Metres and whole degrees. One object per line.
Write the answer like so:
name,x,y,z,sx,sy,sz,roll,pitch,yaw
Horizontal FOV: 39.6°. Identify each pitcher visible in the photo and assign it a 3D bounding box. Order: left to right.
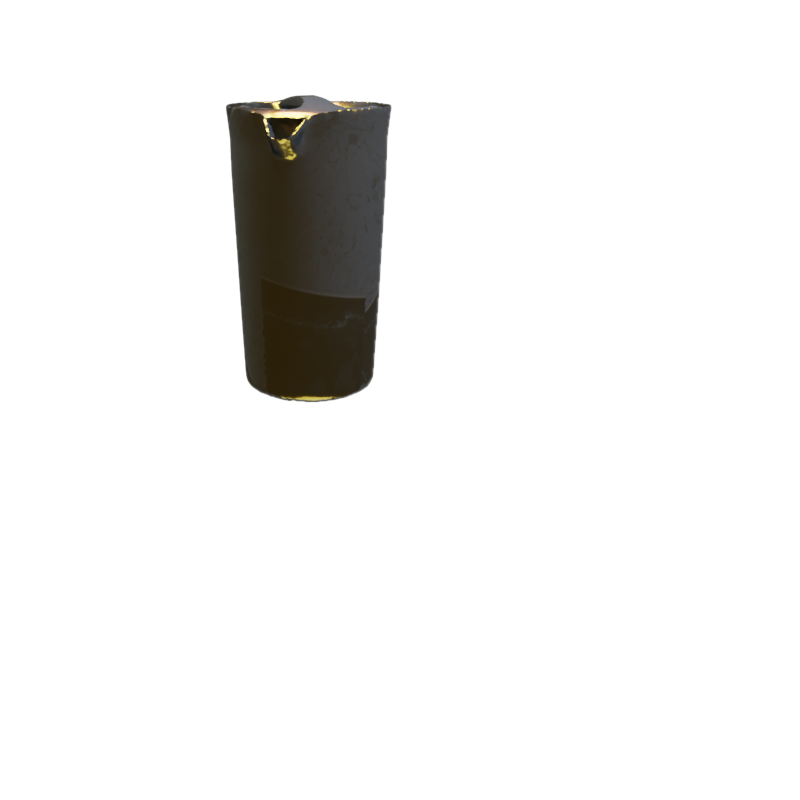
pitcher,-0.072,-0.132,0.925,0.145,0.236,0.153,-8,16,-33
